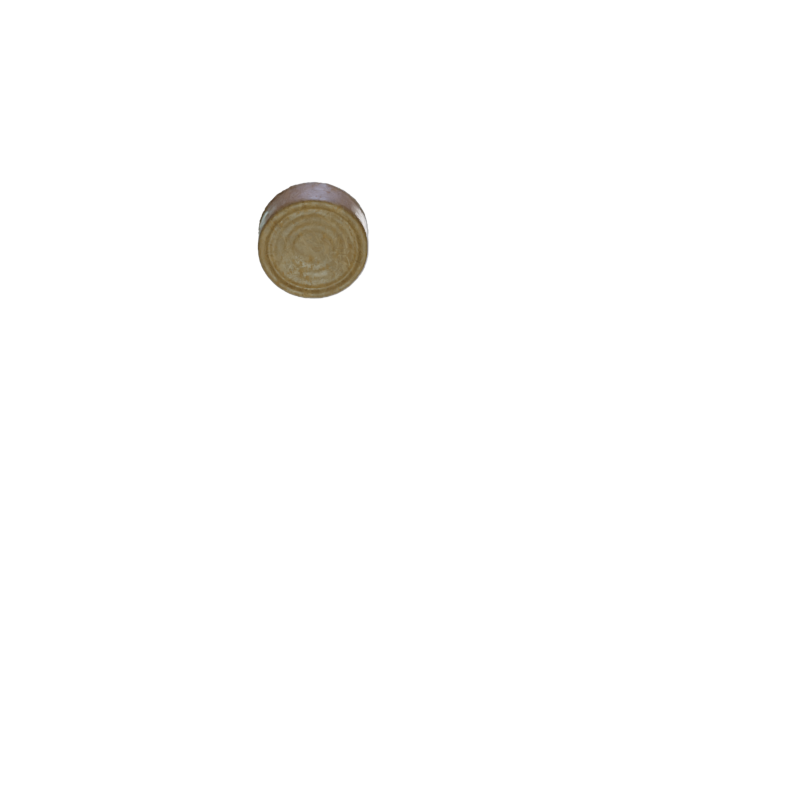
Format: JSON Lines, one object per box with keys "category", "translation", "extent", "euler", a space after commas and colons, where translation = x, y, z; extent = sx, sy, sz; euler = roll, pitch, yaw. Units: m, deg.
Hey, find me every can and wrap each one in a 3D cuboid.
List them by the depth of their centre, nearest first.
{"category": "can", "translation": [-0.066, -0.121, 0.848], "extent": [0.086, 0.081, 0.036], "euler": [1, 28, -1]}
